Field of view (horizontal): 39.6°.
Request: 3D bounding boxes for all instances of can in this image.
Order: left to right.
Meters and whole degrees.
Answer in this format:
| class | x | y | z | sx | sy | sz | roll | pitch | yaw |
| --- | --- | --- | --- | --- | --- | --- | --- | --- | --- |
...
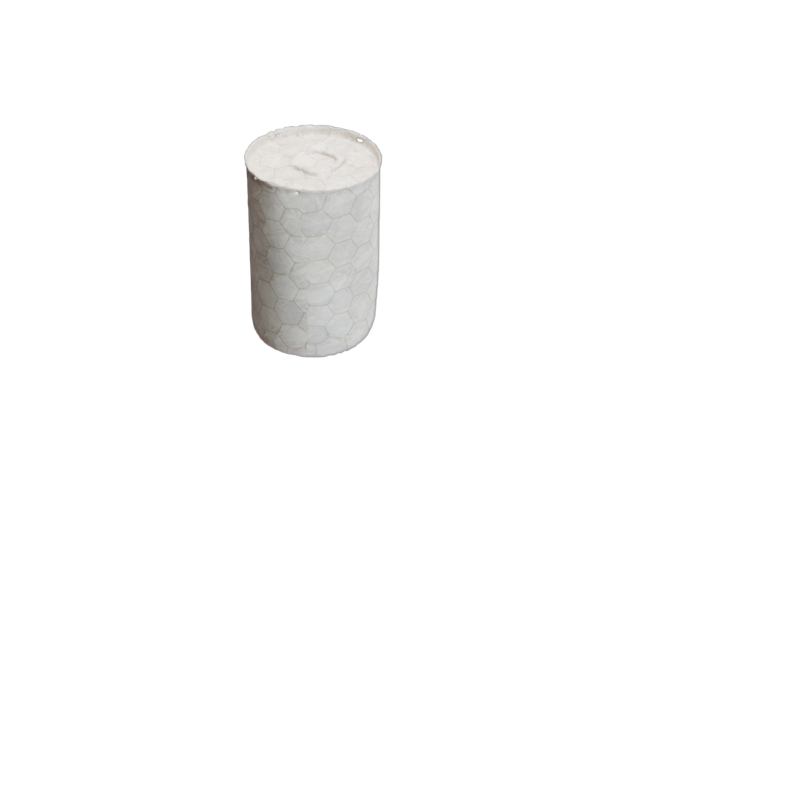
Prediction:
| class | x | y | z | sx | sy | sz | roll | pitch | yaw |
| --- | --- | --- | --- | --- | --- | --- | --- | --- | --- |
| can | -0.045 | -0.082 | 0.572 | 0.068 | 0.096 | 0.073 | 0 | 36 | -3 |
